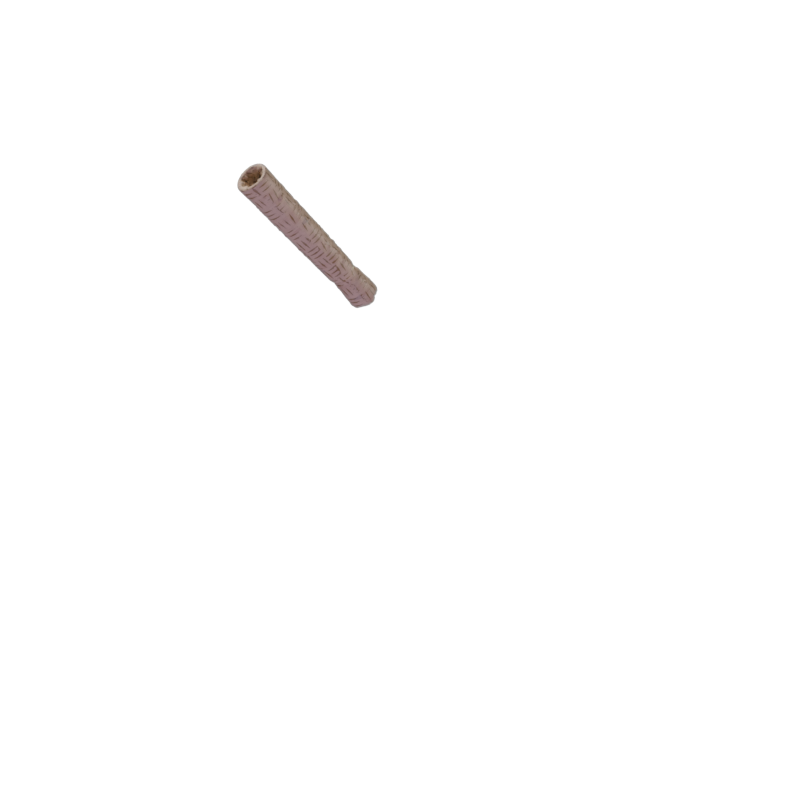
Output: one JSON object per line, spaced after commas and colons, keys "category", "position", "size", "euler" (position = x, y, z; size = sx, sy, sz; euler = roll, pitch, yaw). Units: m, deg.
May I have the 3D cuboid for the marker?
{"category": "marker", "position": [-0.049, -0.089, 0.622], "size": [0.021, 0.020, 0.112], "euler": [3, -30, 40]}
